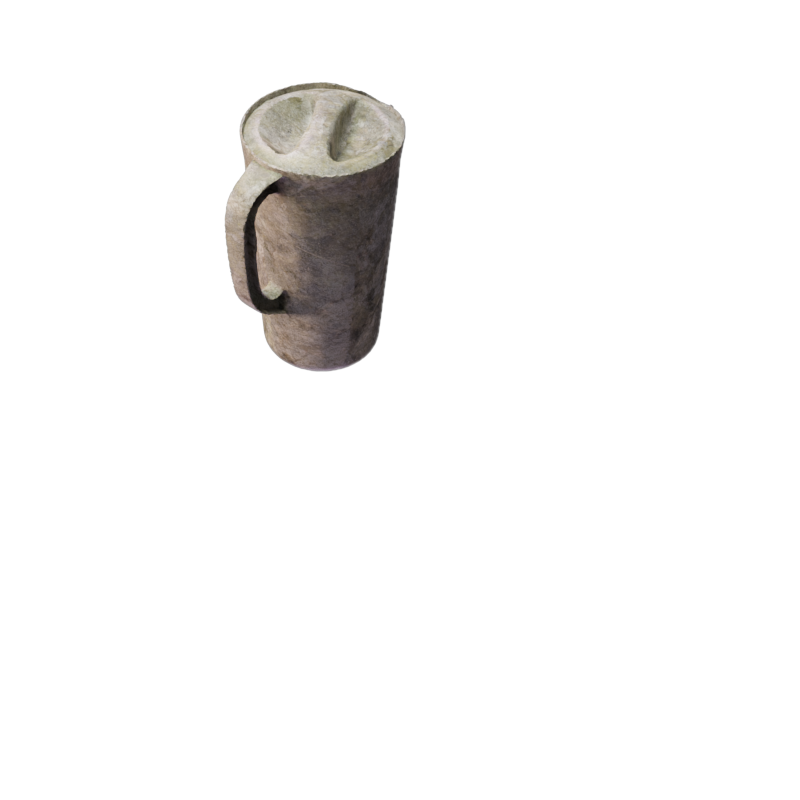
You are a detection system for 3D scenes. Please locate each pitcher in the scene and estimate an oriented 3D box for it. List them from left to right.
[{"bbox_3d":[-0.075,-0.136,0.955,0.148,0.226,0.156,-3,44,-7],"label":"pitcher"}]
